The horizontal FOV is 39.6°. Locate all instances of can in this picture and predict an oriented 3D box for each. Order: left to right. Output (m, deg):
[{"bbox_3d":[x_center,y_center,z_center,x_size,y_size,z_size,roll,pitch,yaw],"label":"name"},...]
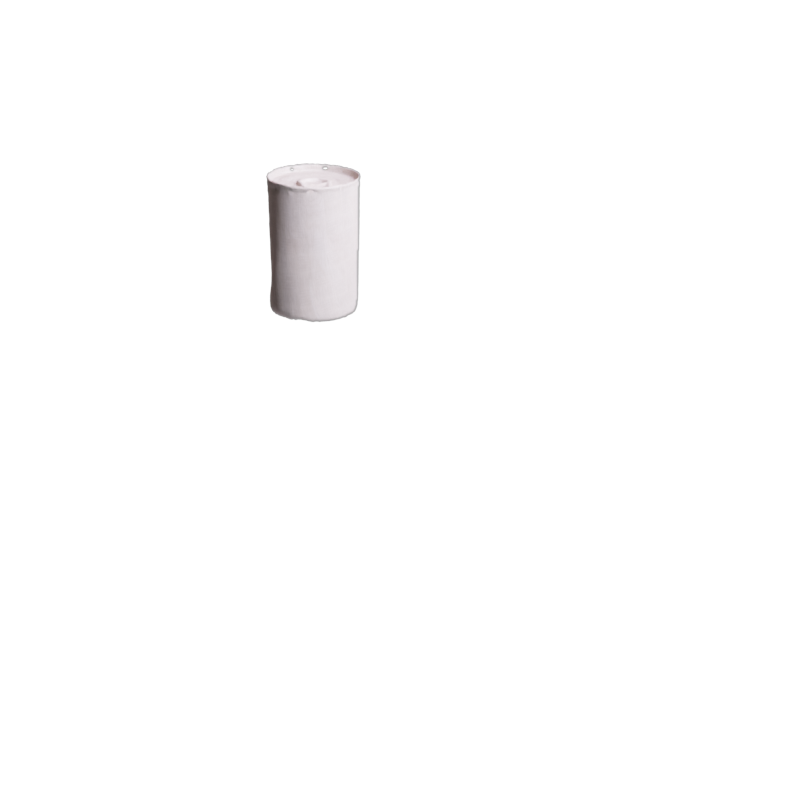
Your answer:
[{"bbox_3d":[-0.064,-0.116,0.814,0.068,0.098,0.072,0,21,-2],"label":"can"}]
